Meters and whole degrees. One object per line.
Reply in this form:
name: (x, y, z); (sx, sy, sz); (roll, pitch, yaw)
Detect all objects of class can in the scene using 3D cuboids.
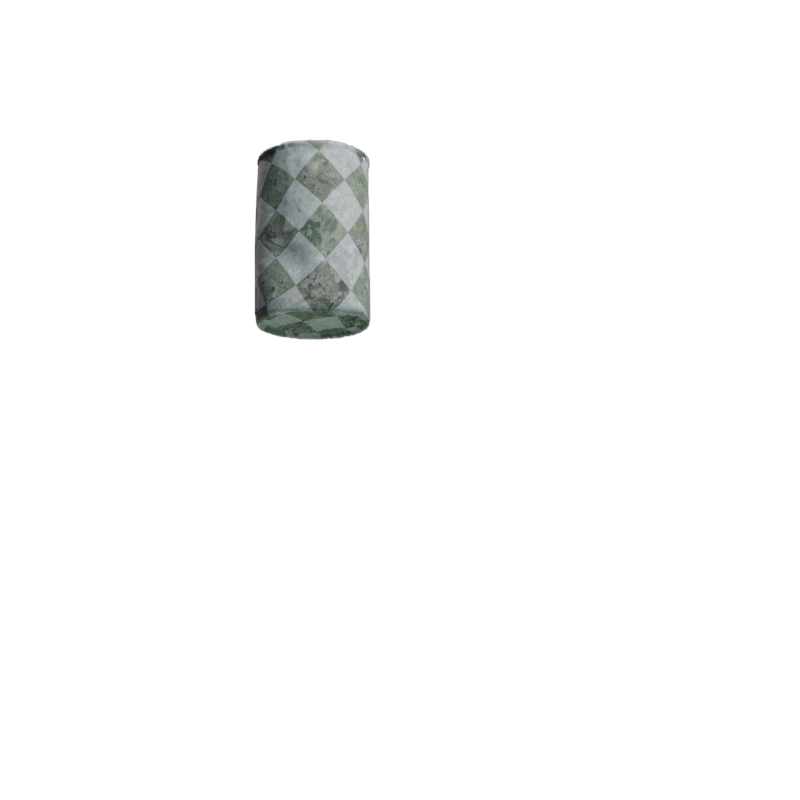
can: (-0.051, -0.093, 0.650); (0.068, 0.107, 0.066); (0, -17, -2)
